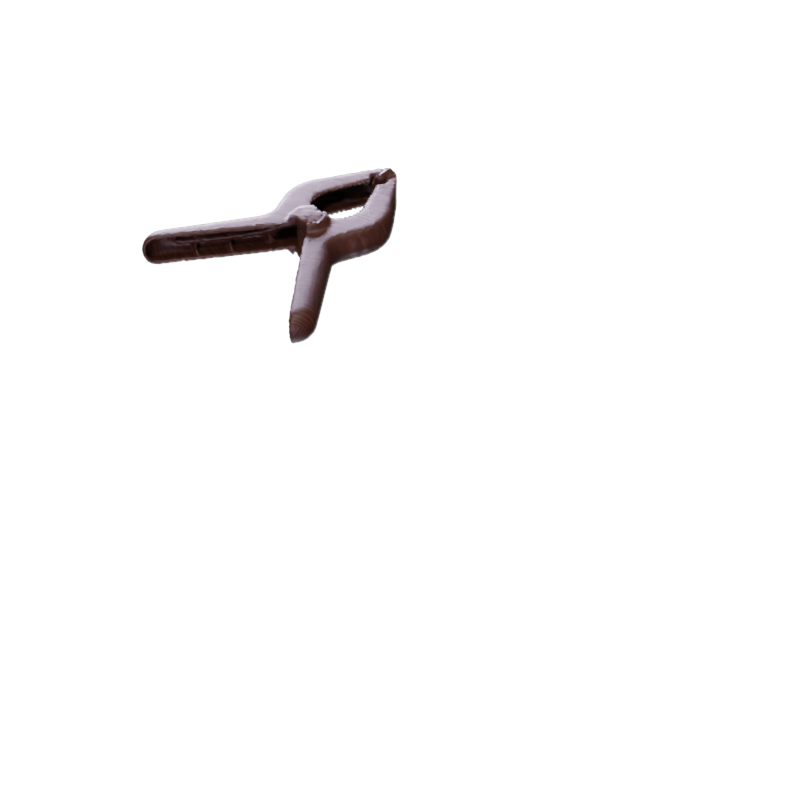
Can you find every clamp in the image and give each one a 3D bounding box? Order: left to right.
[{"bbox_3d":[-0.066,-0.120,0.840,0.210,0.034,0.176,-30,48,-32],"label":"clamp"}]
